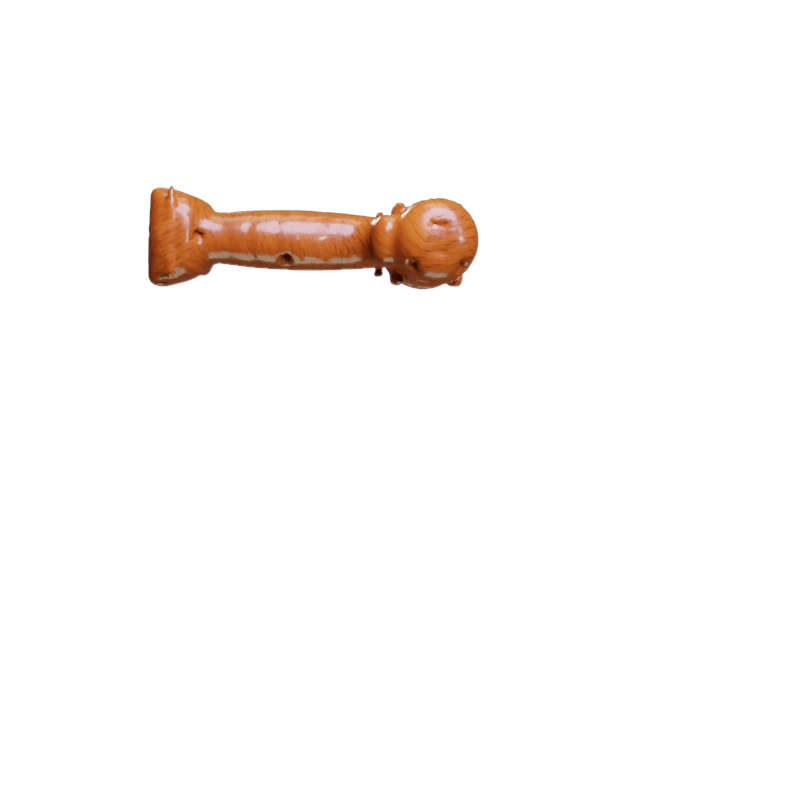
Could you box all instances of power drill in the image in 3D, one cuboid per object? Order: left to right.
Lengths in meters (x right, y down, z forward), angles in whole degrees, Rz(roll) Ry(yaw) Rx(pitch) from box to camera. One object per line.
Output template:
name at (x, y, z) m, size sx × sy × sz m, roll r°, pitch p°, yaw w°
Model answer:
power drill at (-0.053, -0.096, 0.673) m, size 0.187 × 0.057 × 0.185 m, roll 0°, pitch 3°, yaw -2°
